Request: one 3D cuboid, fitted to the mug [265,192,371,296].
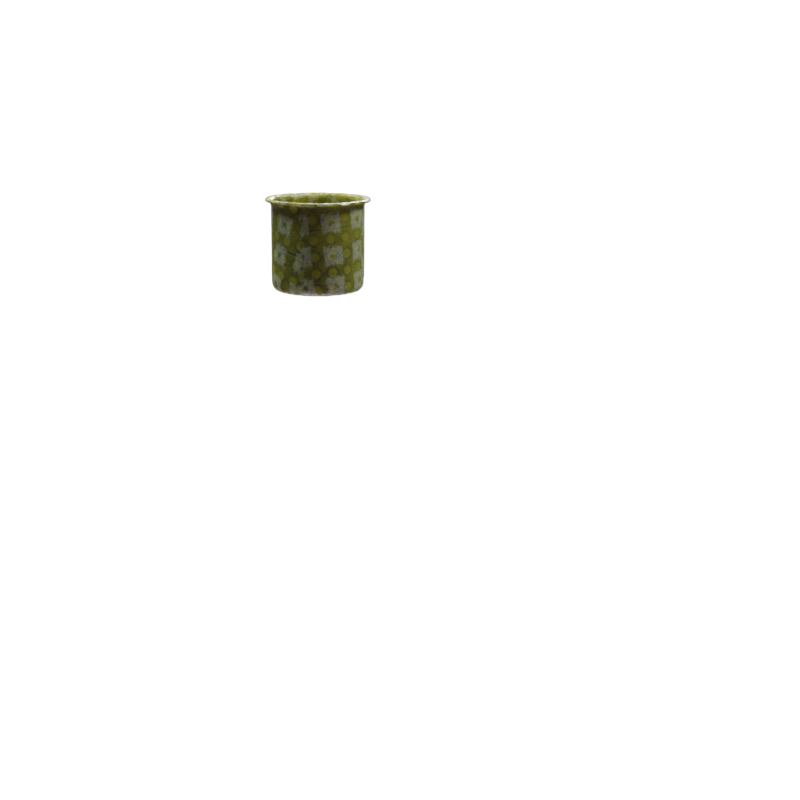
[{"bbox_3d":[-0.077,-0.141,0.987,0.091,0.079,0.123,-5,15,-22],"label":"mug"}]
